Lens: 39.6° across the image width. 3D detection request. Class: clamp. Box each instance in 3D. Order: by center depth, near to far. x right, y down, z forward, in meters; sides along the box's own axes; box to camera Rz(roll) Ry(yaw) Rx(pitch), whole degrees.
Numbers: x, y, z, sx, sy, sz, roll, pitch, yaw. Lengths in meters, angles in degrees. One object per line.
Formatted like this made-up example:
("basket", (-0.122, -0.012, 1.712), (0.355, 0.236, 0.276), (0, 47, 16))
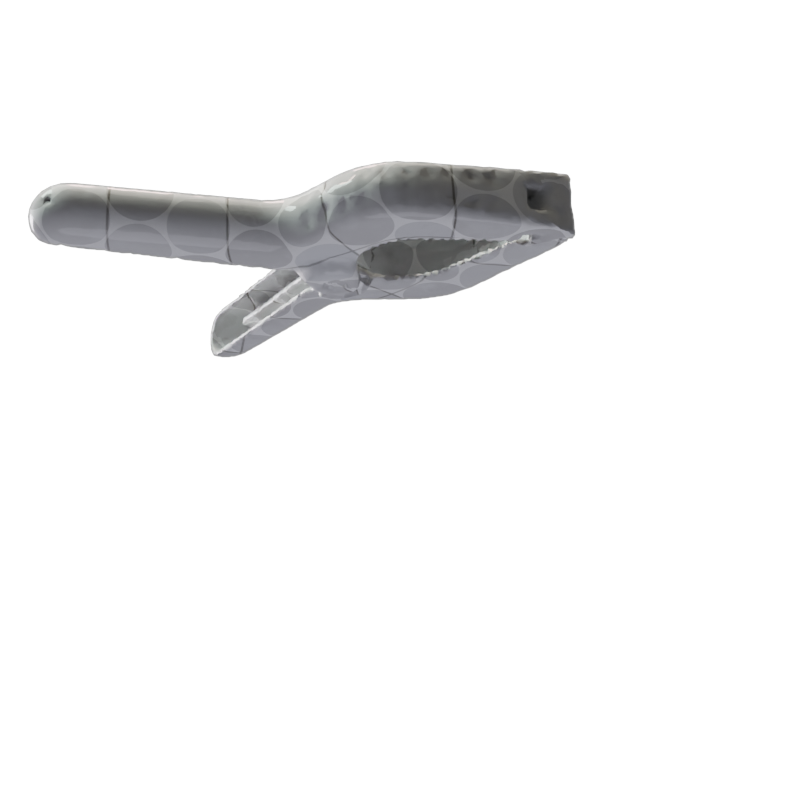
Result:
("clamp", (-0.036, -0.066, 0.464), (0.214, 0.038, 0.154), (-9, -20, 27))
